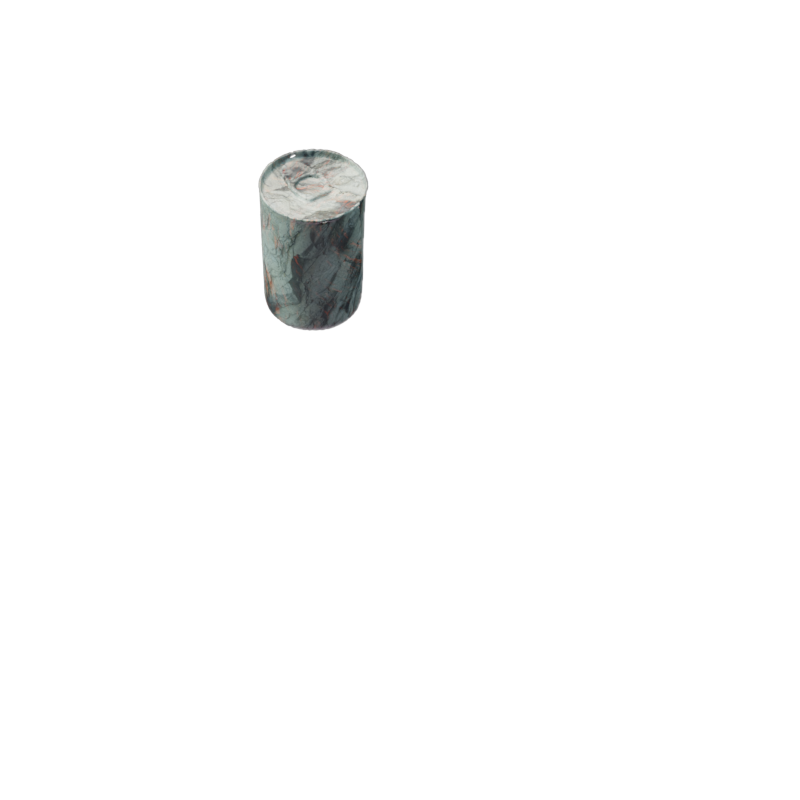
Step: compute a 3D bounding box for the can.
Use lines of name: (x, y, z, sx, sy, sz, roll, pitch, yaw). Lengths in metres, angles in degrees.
can: (-0.056, -0.103, 0.720, 0.068, 0.074, 0.095, 0, -42, -3)
